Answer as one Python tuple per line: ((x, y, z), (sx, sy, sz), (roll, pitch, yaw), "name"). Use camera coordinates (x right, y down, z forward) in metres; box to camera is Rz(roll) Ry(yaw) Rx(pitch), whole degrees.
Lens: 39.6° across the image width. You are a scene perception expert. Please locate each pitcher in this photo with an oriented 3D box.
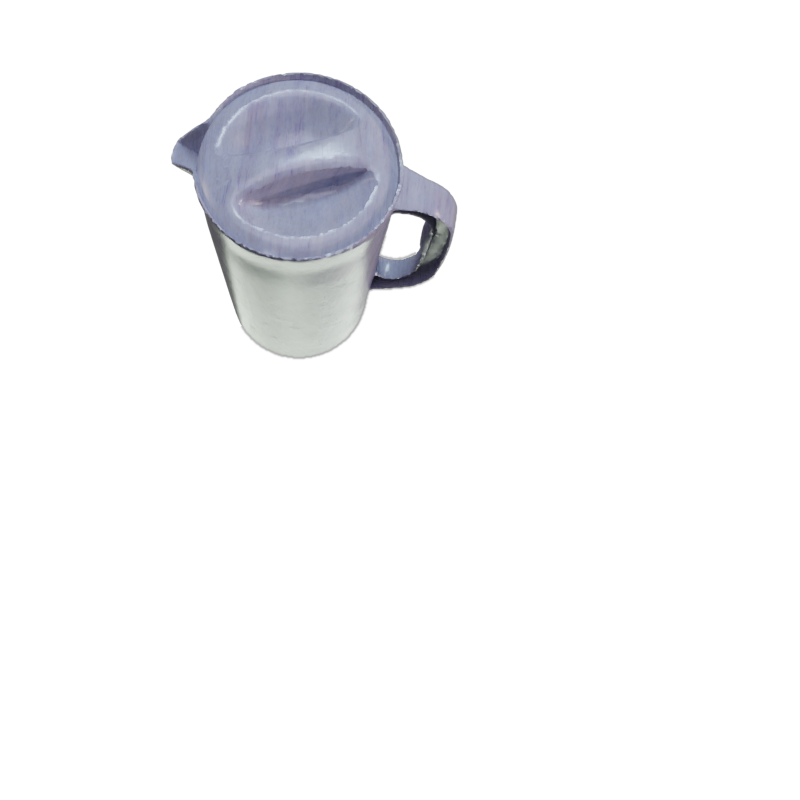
((-0.062, -0.114, 0.797), (0.145, 0.156, 0.232), (-33, -14, -13), "pitcher")
